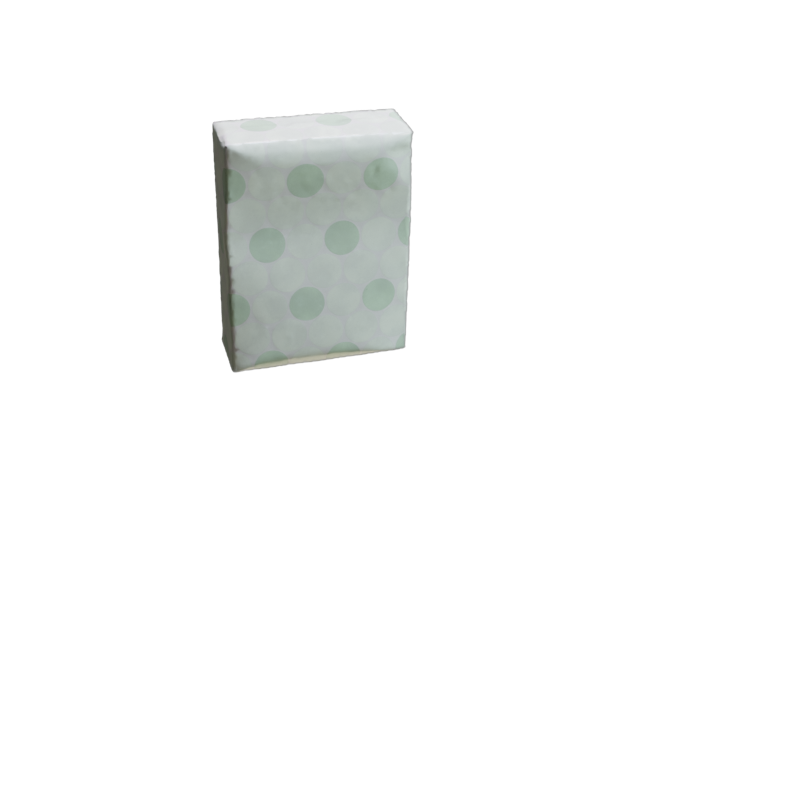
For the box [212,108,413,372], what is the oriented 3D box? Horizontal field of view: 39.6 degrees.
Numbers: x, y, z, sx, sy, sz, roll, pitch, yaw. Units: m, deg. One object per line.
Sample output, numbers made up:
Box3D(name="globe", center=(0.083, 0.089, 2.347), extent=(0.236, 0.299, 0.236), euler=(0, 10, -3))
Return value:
Box3D(name="box", center=(-0.076, -0.139, 0.970), extent=(0.162, 0.202, 0.077), euler=(-6, 28, -14))
